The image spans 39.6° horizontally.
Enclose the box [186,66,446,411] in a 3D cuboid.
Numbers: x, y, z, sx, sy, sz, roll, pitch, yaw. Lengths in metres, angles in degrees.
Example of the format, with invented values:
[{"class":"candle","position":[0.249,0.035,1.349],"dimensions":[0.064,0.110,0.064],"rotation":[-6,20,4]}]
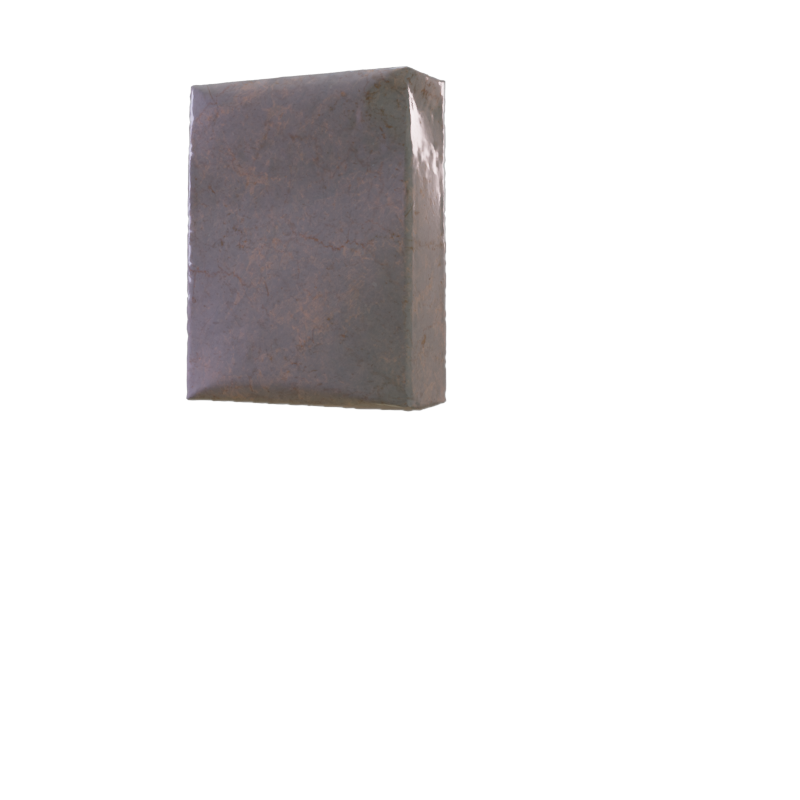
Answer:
[{"class":"box","position":[-0.057,-0.104,0.730],"dimensions":[0.169,0.215,0.069],"rotation":[0,-1,25]}]
